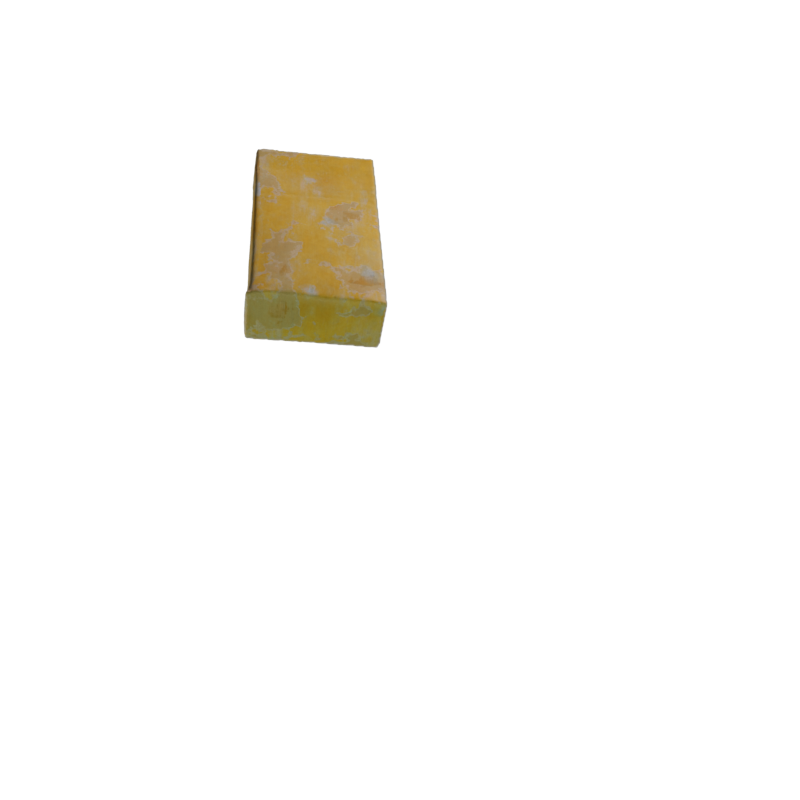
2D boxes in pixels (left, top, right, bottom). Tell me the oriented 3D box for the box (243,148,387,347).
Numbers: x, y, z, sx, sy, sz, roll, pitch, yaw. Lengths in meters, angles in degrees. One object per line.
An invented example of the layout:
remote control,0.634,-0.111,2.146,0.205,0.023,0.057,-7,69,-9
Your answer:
box,-0.062,-0.113,0.793,0.093,0.045,0.189,4,39,-7
